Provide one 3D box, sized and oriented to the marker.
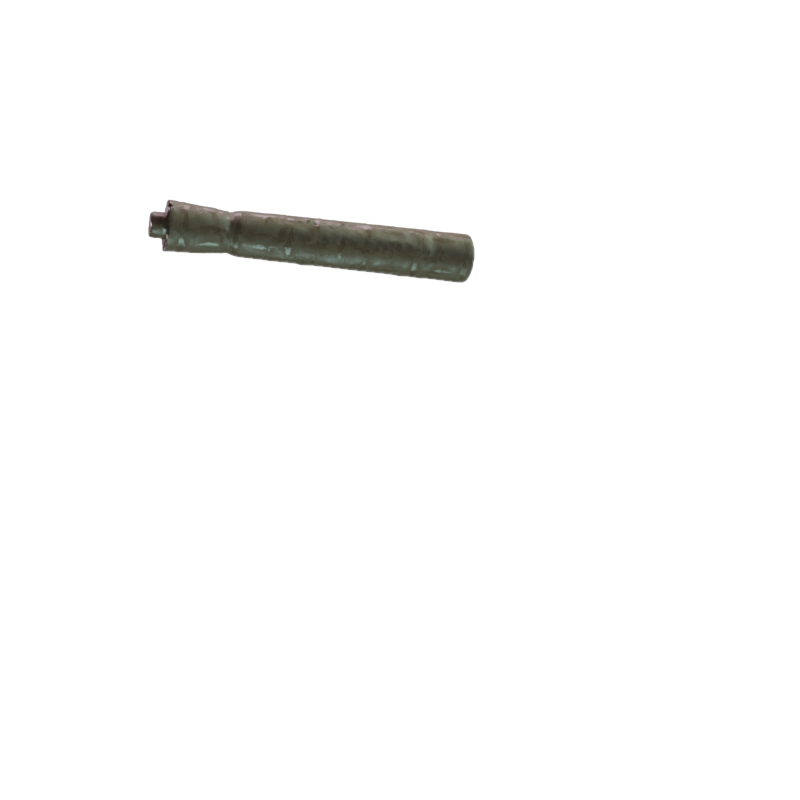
[{"bbox_3d":[-0.032,-0.058,0.409,0.118,0.020,0.020,4,3,-14],"label":"marker"}]
